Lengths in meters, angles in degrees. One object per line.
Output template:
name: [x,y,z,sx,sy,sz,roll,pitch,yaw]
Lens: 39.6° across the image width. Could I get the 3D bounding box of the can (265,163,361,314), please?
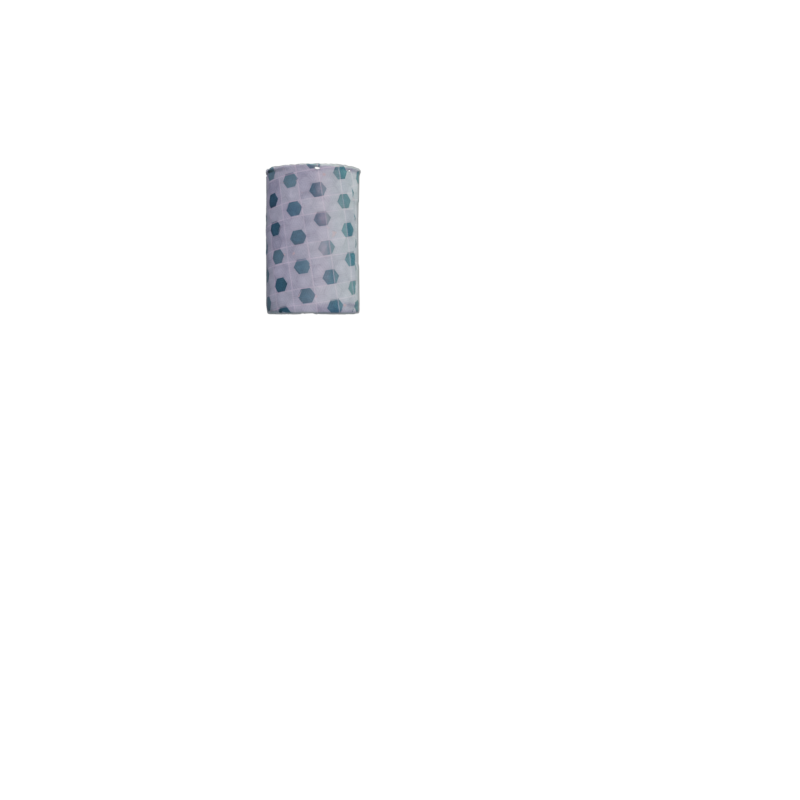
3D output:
can: [-0.061,-0.112,0.785,0.068,0.103,0.068,0,-3,-2]
